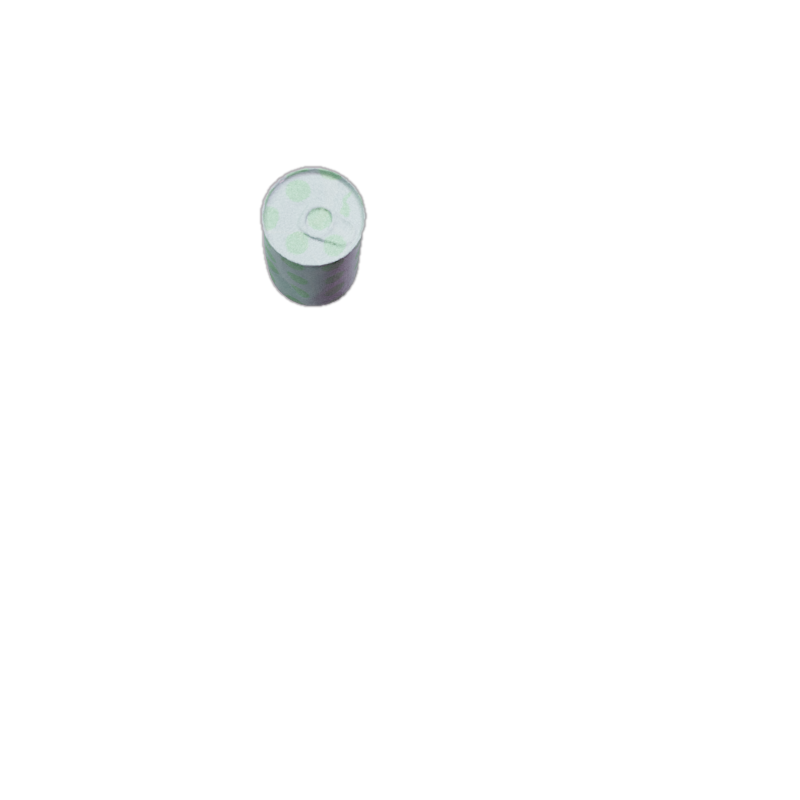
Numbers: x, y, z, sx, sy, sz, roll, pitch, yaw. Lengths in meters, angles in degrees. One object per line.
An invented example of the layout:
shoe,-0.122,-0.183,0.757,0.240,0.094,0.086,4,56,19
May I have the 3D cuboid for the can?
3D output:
can,-0.060,-0.109,0.763,0.068,0.071,0.098,0,-14,-3
